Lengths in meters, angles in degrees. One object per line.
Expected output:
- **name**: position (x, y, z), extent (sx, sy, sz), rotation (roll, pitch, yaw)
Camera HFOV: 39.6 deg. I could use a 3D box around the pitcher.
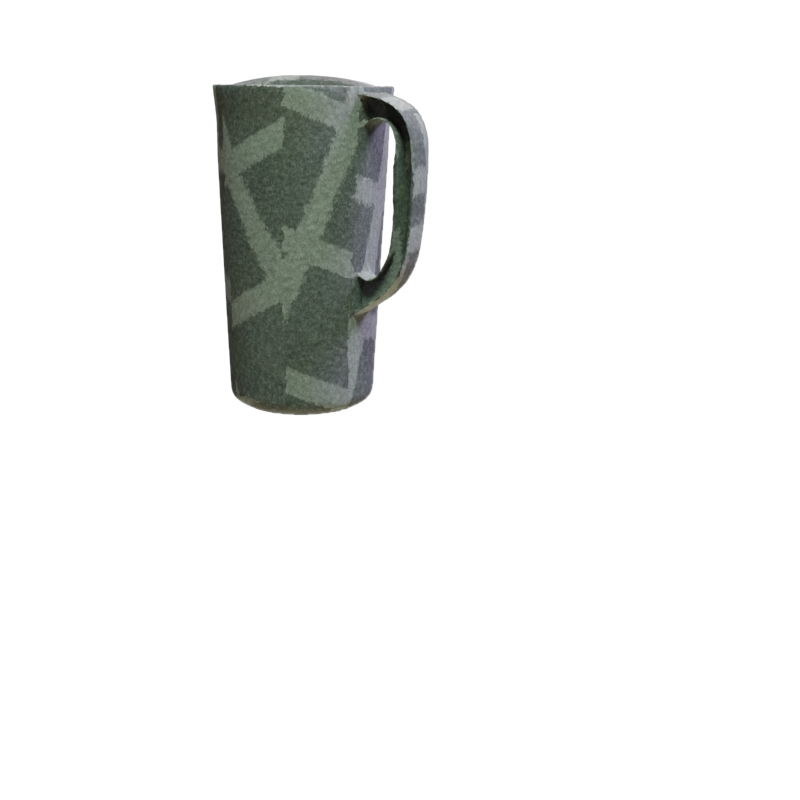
- **pitcher**: position (-0.064, -0.117, 0.818), extent (0.143, 0.238, 0.154), rotation (-1, 10, -9)
